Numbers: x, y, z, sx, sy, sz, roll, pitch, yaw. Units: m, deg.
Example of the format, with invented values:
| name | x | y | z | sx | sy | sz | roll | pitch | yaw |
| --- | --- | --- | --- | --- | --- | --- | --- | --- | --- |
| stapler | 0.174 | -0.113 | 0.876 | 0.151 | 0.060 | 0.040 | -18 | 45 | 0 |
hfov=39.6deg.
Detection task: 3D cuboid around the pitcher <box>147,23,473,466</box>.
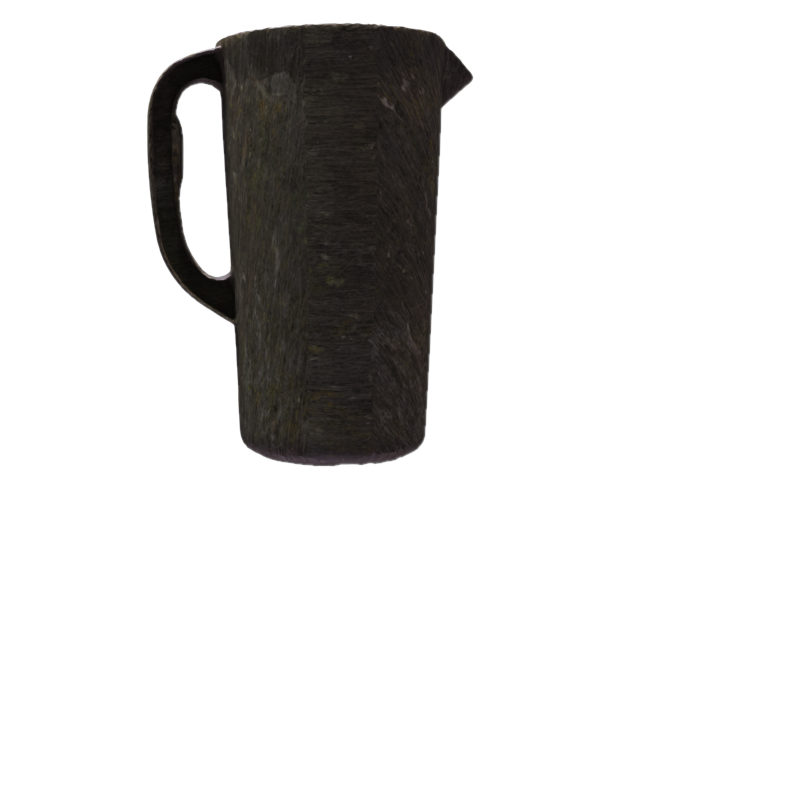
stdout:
| name | x | y | z | sx | sy | sz | roll | pitch | yaw |
| --- | --- | --- | --- | --- | --- | --- | --- | --- | --- |
| pitcher | -0.050 | -0.092 | 0.641 | 0.155 | 0.242 | 0.140 | 2 | 3 | 33 |
